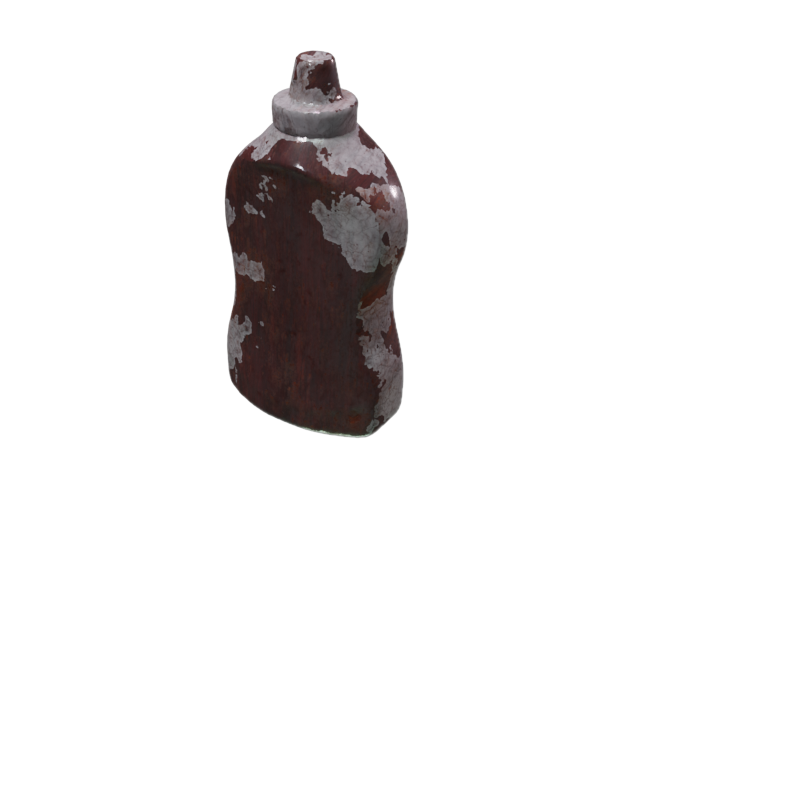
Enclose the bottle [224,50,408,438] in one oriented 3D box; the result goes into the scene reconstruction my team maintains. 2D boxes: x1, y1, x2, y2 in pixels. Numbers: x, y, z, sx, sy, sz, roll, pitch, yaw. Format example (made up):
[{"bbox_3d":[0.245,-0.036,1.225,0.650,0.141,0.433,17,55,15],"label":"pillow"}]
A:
[{"bbox_3d":[-0.043,-0.079,0.554,0.101,0.181,0.059,20,34,30],"label":"bottle"}]
